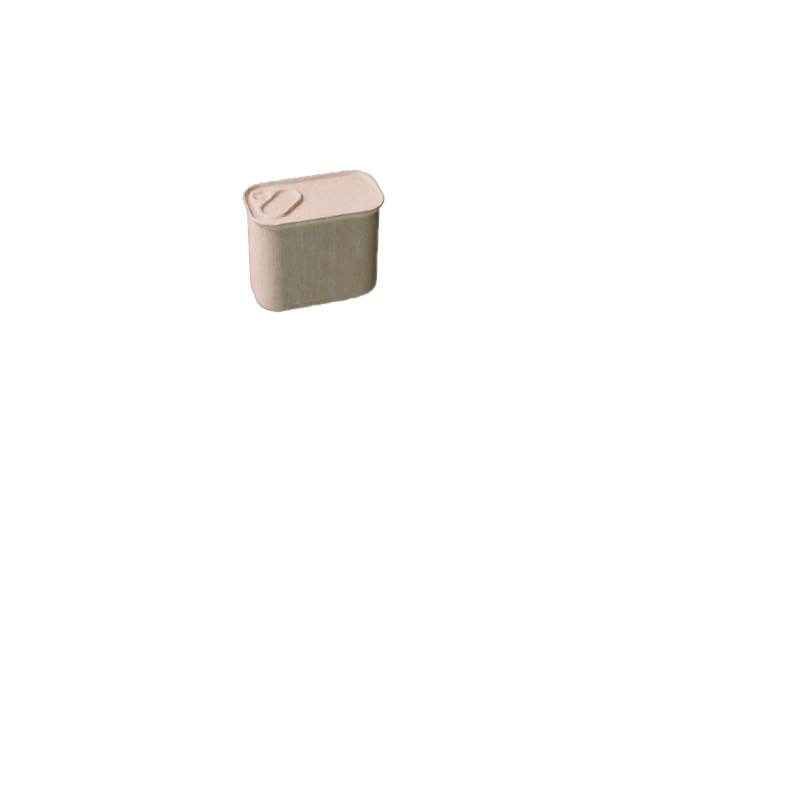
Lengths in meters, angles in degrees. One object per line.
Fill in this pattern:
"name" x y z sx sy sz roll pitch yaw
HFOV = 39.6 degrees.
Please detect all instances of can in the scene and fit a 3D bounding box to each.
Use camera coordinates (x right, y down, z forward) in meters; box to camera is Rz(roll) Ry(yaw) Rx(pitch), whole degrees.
"can" -0.066 -0.120 0.838 0.101 0.078 0.062 -10 41 -14
